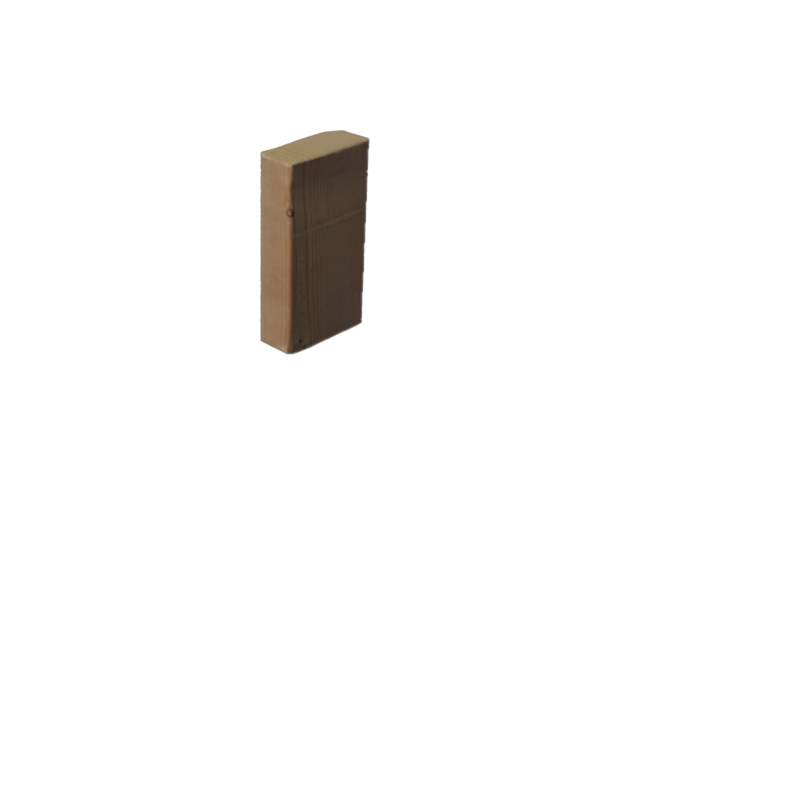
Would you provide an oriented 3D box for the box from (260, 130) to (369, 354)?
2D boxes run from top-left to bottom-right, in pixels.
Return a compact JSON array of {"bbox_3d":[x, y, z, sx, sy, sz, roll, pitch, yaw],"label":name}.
[{"bbox_3d":[-0.074,-0.134,0.939,0.051,0.167,0.092,21,31,37],"label":"box"}]
